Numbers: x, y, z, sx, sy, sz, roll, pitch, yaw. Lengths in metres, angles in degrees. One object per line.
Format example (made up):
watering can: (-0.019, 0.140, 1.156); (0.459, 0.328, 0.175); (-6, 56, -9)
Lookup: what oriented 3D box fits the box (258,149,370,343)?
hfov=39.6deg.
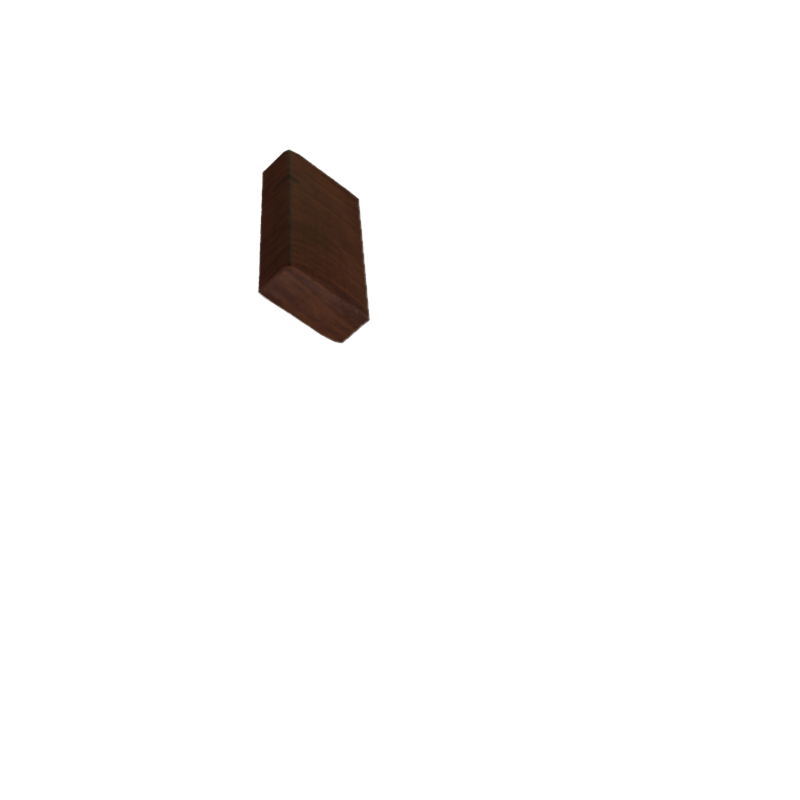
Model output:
box: (-0.076, -0.139, 0.972); (0.088, 0.189, 0.047); (32, -56, -29)
